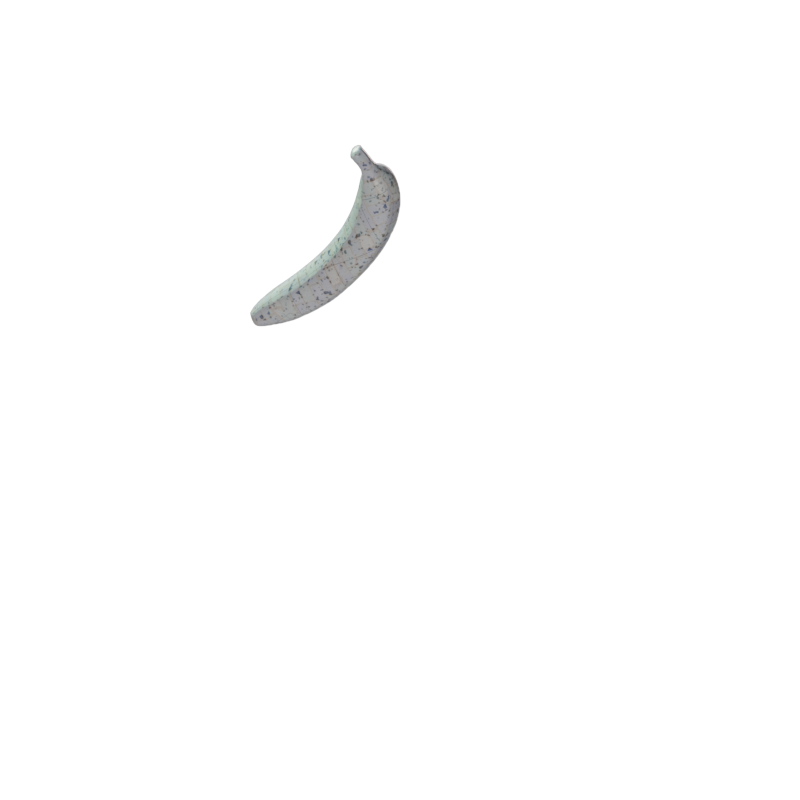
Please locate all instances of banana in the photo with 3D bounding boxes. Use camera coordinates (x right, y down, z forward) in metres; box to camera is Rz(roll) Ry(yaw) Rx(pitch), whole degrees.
[{"bbox_3d":[-0.052,-0.124,0.895,0.067,0.191,0.039,23,36,-19],"label":"banana"}]
